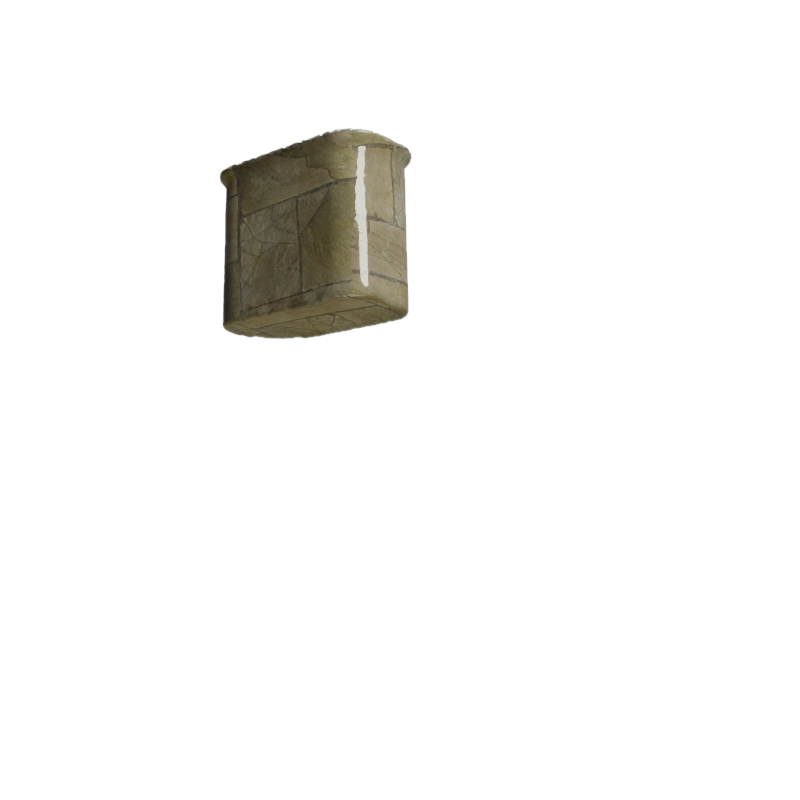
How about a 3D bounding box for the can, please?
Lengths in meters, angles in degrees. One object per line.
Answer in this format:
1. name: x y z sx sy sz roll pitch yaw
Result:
1. can: -0.044 -0.080 0.559 0.104 0.087 0.054 -11 -19 37
